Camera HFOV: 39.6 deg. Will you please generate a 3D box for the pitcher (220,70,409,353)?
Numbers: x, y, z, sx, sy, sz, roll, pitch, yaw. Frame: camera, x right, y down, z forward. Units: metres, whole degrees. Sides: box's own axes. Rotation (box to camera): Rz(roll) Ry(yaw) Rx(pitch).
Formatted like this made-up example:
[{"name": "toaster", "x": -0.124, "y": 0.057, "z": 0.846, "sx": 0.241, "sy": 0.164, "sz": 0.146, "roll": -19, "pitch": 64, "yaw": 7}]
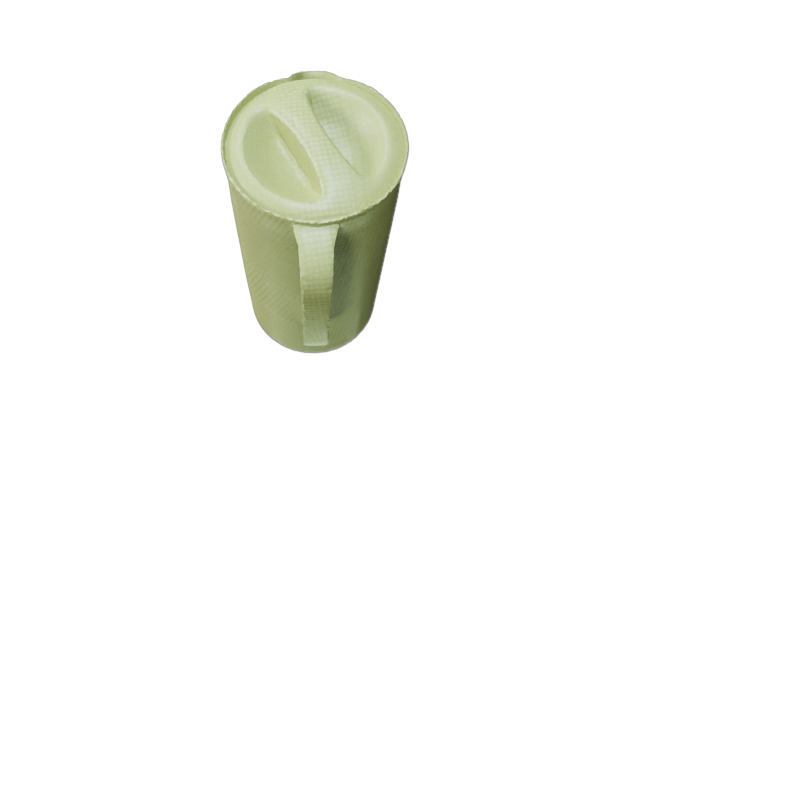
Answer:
[{"name": "pitcher", "x": -0.068, "y": -0.125, "z": 0.874, "sx": 0.152, "sy": 0.151, "sz": 0.229, "roll": 39, "pitch": -23, "yaw": 16}]
